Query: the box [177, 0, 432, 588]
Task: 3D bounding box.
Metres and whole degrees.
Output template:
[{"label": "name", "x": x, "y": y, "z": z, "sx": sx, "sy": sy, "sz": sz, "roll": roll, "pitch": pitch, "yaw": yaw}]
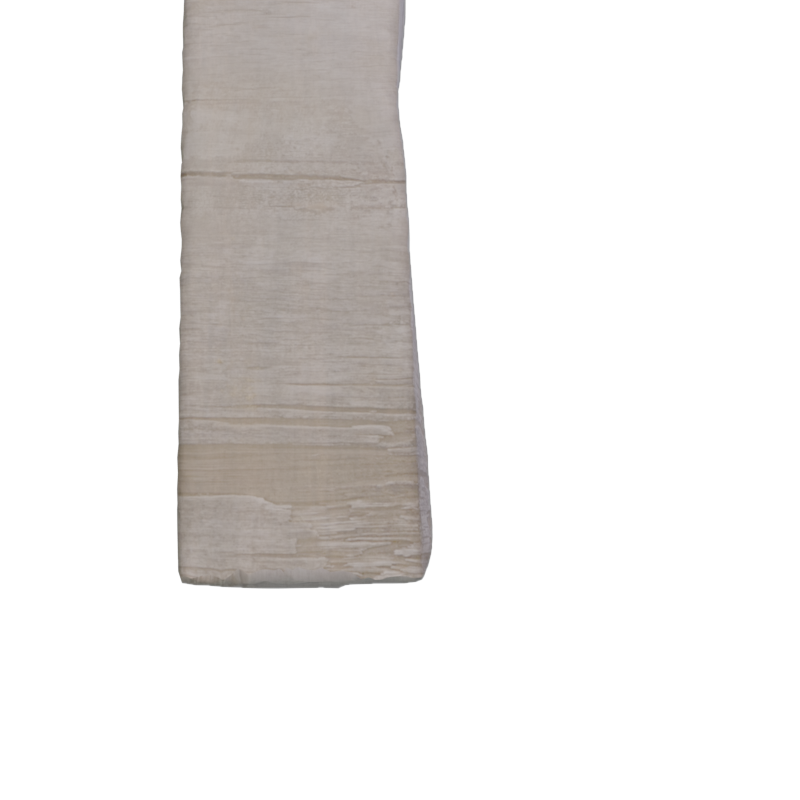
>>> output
[{"label": "box", "x": -0.029, "y": -0.054, "z": 0.376, "sx": 0.072, "sy": 0.220, "sz": 0.160, "roll": -1, "pitch": -10, "yaw": -2}]
